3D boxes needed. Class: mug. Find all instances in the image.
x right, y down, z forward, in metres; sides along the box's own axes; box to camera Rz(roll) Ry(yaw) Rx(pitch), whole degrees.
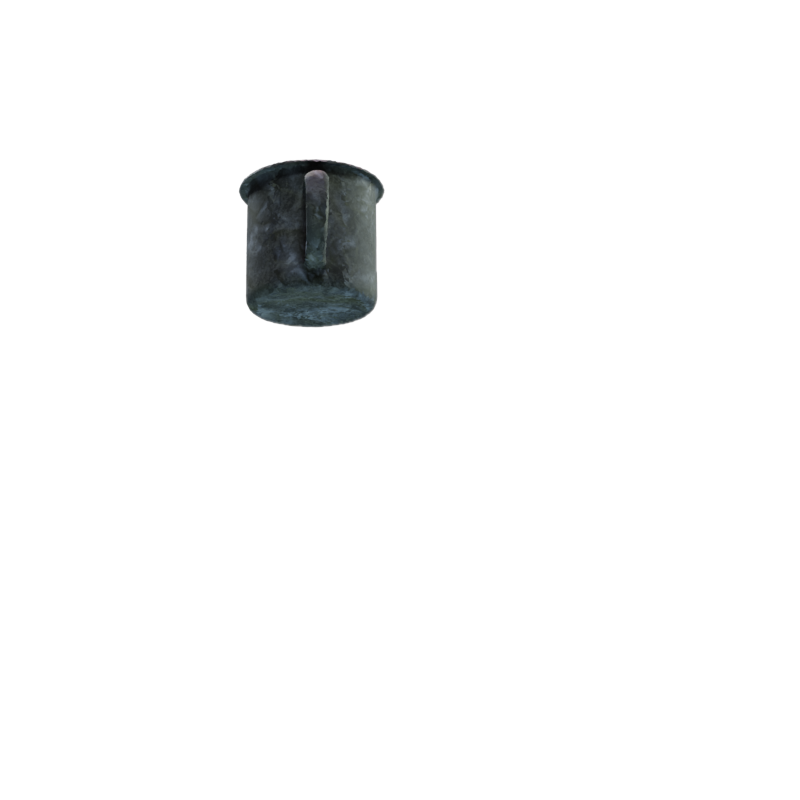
[{"bbox_3d":[-0.054,-0.098,0.687,0.092,0.085,0.113,2,-17,-8],"label":"mug"}]
